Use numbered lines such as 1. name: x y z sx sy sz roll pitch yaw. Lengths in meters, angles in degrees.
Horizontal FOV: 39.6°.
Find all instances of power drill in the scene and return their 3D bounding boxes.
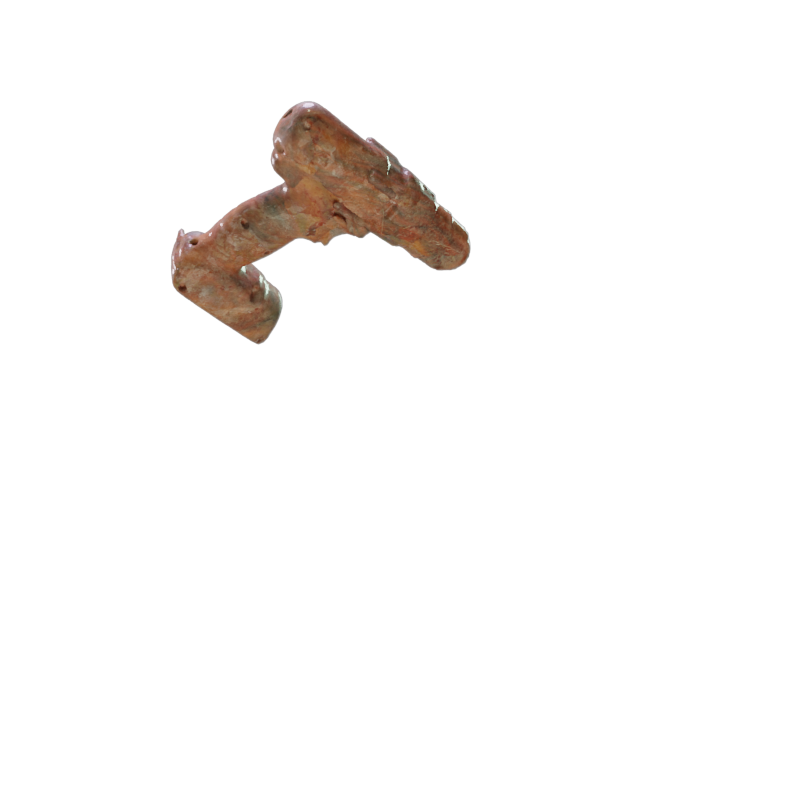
1. power drill: -0.065 -0.119 0.832 0.186 0.062 0.173 -35 -56 28
